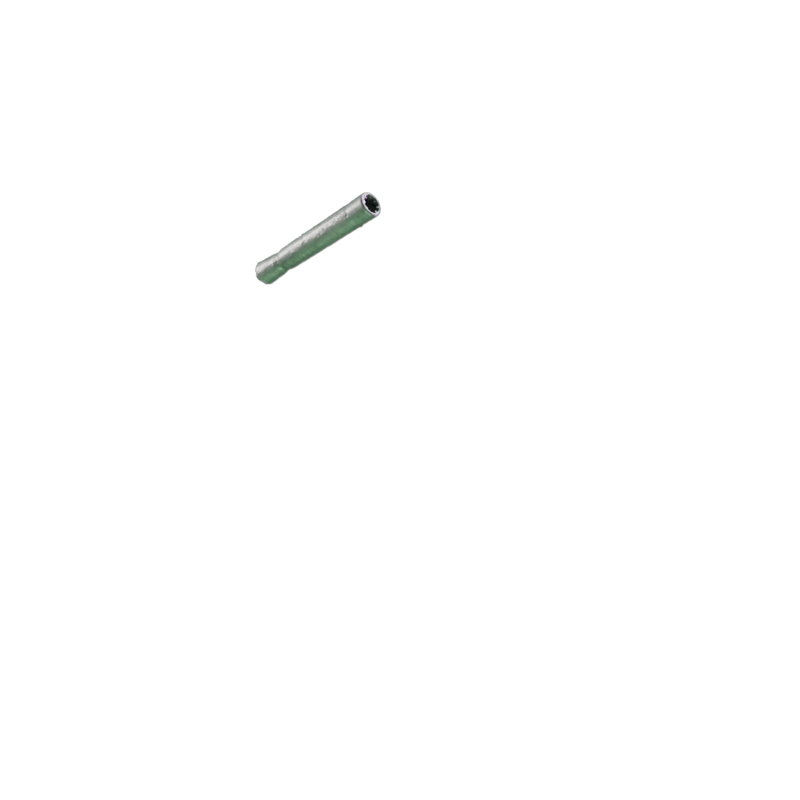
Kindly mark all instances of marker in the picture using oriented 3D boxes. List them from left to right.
[{"bbox_3d":[-0.062,-0.113,0.788,0.121,0.020,0.019,-26,-14,39],"label":"marker"}]
